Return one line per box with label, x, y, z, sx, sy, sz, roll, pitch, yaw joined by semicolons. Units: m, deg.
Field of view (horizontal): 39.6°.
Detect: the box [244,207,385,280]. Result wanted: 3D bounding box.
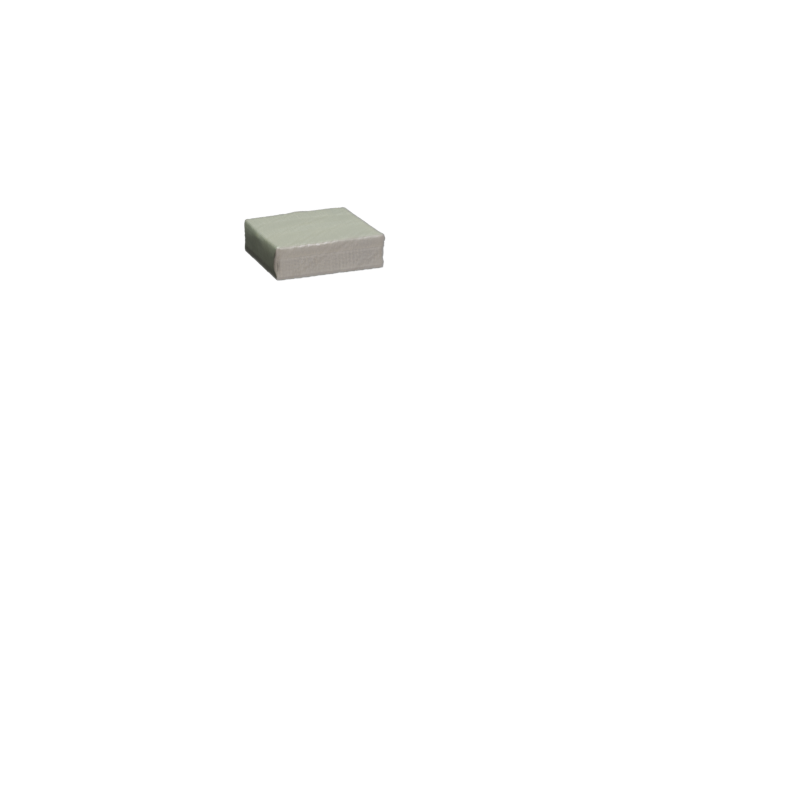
box;-0.066;-0.121;0.848;0.088;0.029;0.078;-11;28;-22
